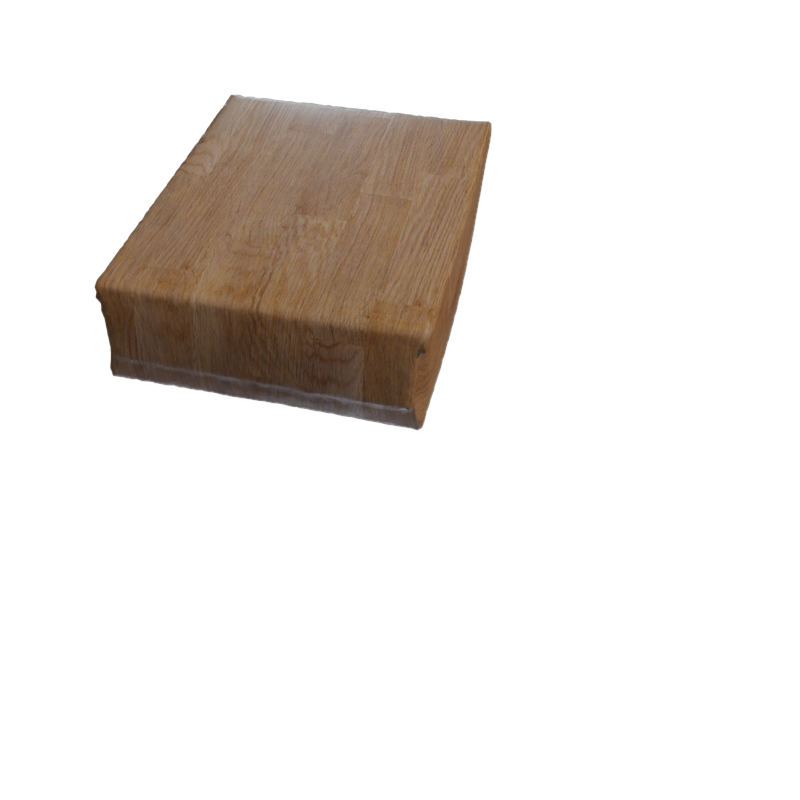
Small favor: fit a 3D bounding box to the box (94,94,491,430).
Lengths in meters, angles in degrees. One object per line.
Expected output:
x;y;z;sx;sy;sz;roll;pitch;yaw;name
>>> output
-0.026;-0.047;0.330;0.092;0.036;0.119;8;39;10;box
